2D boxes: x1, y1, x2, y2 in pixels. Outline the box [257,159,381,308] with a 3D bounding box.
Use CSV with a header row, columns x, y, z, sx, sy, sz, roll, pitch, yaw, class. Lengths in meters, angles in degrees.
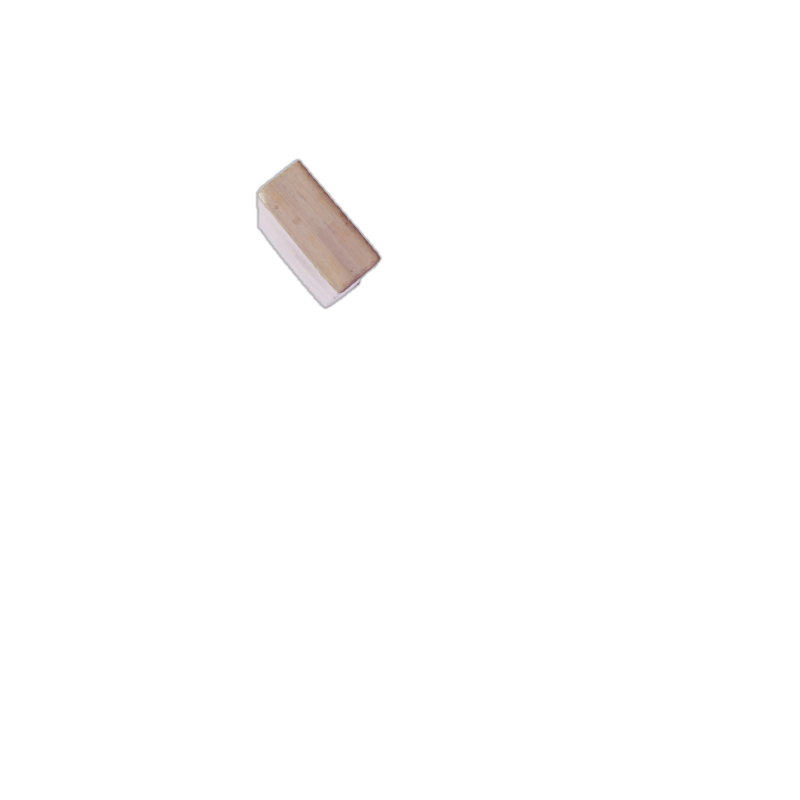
x,y,z,sx,sy,sz,roll,pitch,yaw,class
-0.066,-0.120,0.843,0.048,0.094,0.176,-40,3,-2,box
